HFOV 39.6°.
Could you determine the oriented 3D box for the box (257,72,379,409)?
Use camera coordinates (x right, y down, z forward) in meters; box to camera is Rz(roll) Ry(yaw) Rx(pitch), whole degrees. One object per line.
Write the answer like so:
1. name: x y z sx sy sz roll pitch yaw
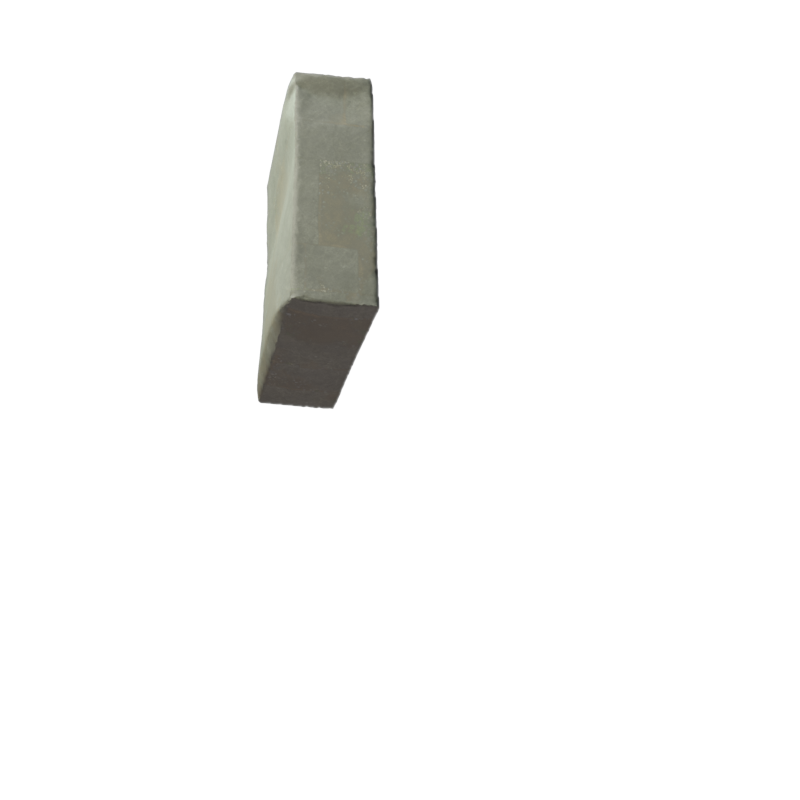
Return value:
1. box: -0.069 -0.125 0.876 0.071 0.228 0.156 5 -31 -13
